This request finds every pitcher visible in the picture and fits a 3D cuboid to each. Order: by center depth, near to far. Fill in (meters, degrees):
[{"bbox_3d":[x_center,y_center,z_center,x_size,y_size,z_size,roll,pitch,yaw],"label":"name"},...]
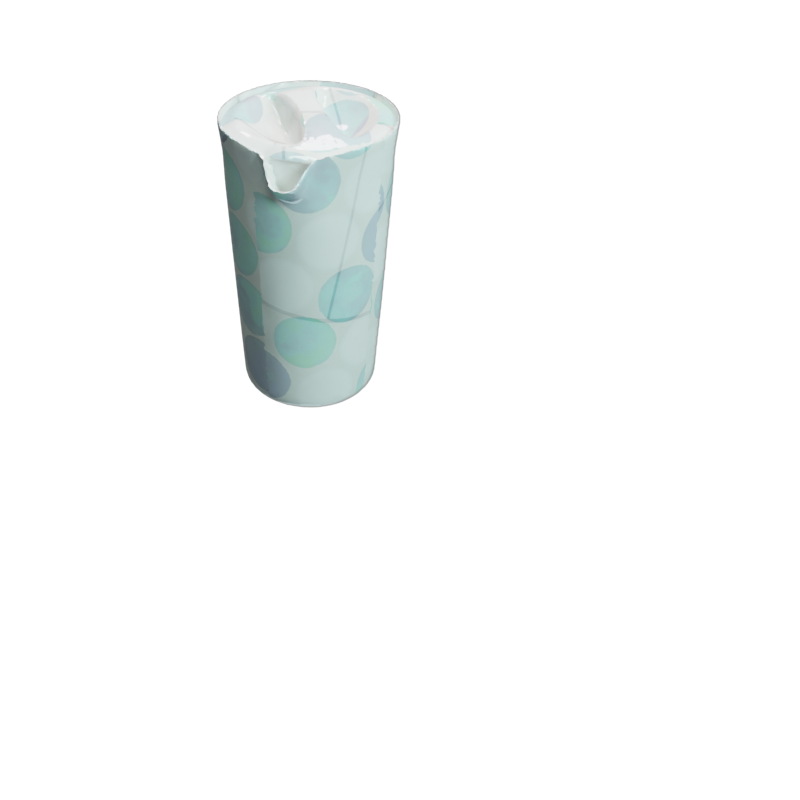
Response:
[{"bbox_3d":[-0.068,-0.125,0.874,0.148,0.228,0.156,-21,41,-30],"label":"pitcher"}]
